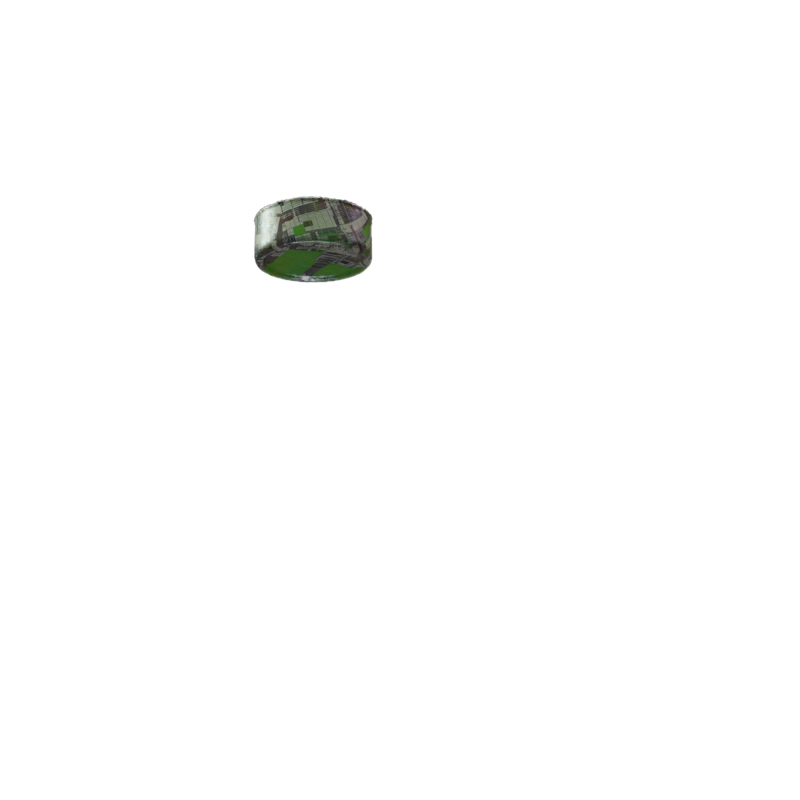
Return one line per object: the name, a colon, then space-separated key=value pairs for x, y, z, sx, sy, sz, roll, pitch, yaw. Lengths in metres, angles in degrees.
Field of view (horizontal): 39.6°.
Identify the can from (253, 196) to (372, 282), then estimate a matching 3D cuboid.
can: x=-0.062 y=-0.114 z=0.795 sx=0.086 sy=0.035 sz=0.082 roll=0 pitch=-16 yaw=-2
